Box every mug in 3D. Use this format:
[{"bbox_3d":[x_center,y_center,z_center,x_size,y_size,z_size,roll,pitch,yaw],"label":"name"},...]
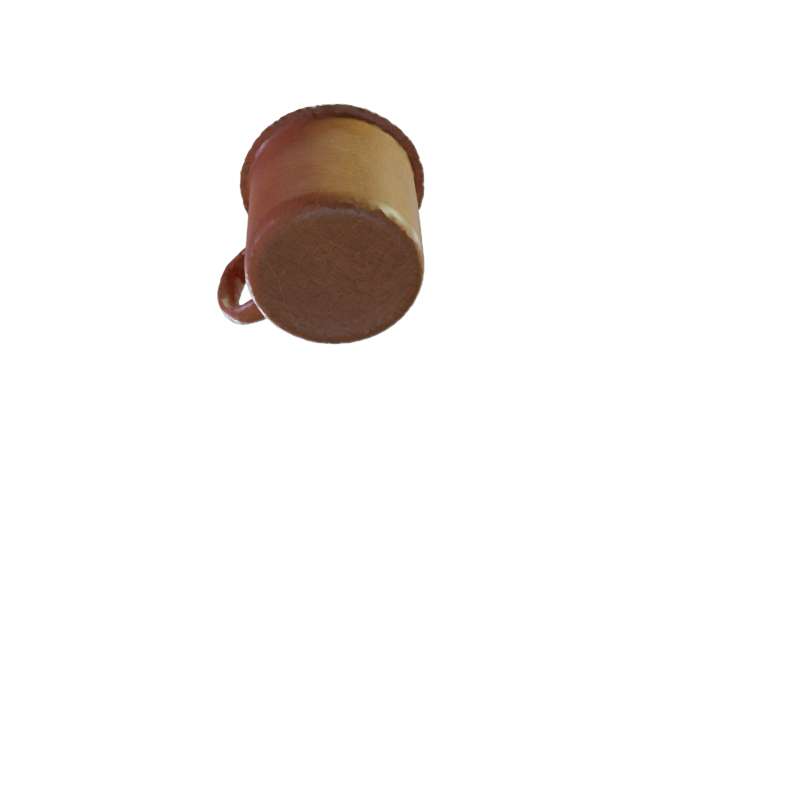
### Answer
[{"bbox_3d":[-0.041,-0.076,0.530,0.117,0.087,0.087,-30,33,19],"label":"mug"}]
